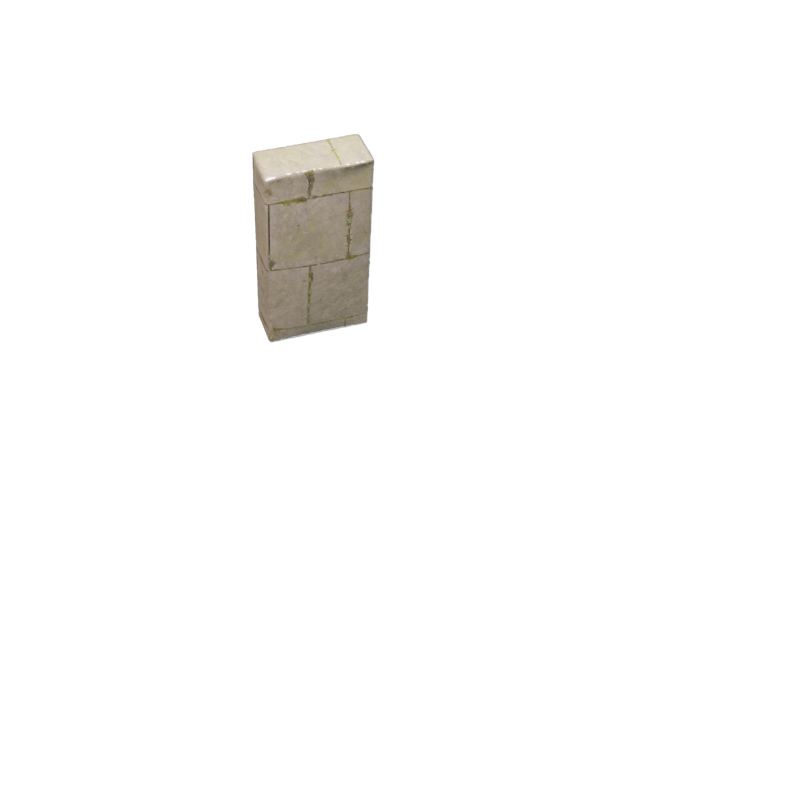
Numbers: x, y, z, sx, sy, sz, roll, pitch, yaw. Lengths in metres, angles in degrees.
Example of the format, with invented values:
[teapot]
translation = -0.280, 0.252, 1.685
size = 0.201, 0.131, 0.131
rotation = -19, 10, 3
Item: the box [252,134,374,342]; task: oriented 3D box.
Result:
[box]
translation = -0.073, -0.132, 0.926
size = 0.092, 0.164, 0.052
rotation = -12, 47, -15
